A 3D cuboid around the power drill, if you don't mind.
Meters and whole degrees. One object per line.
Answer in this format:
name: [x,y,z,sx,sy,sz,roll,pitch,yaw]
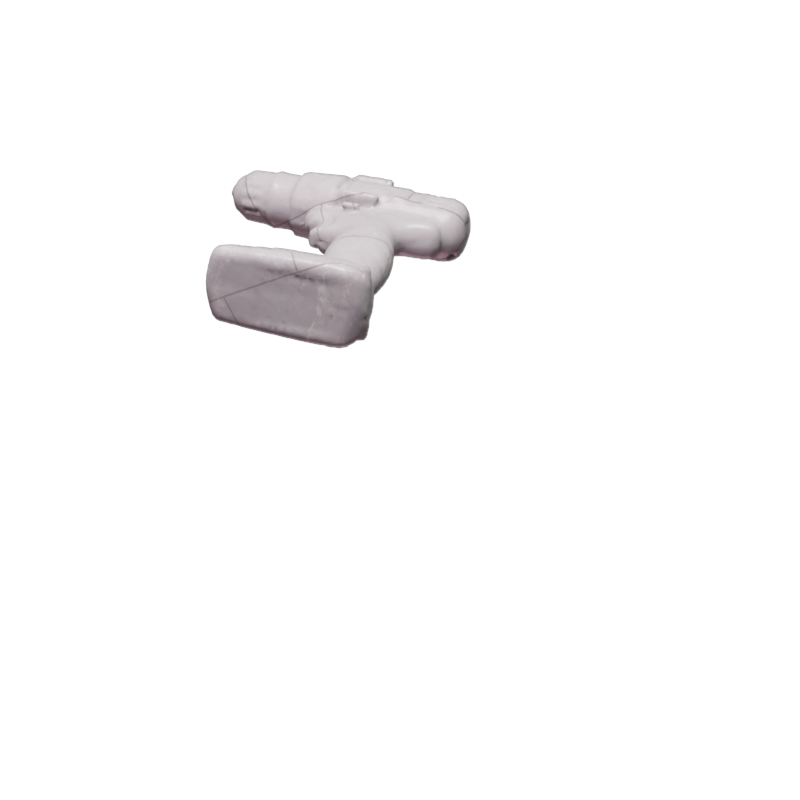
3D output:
power drill: [-0.060,-0.109,0.765,0.190,0.054,0.193,10,31,17]
